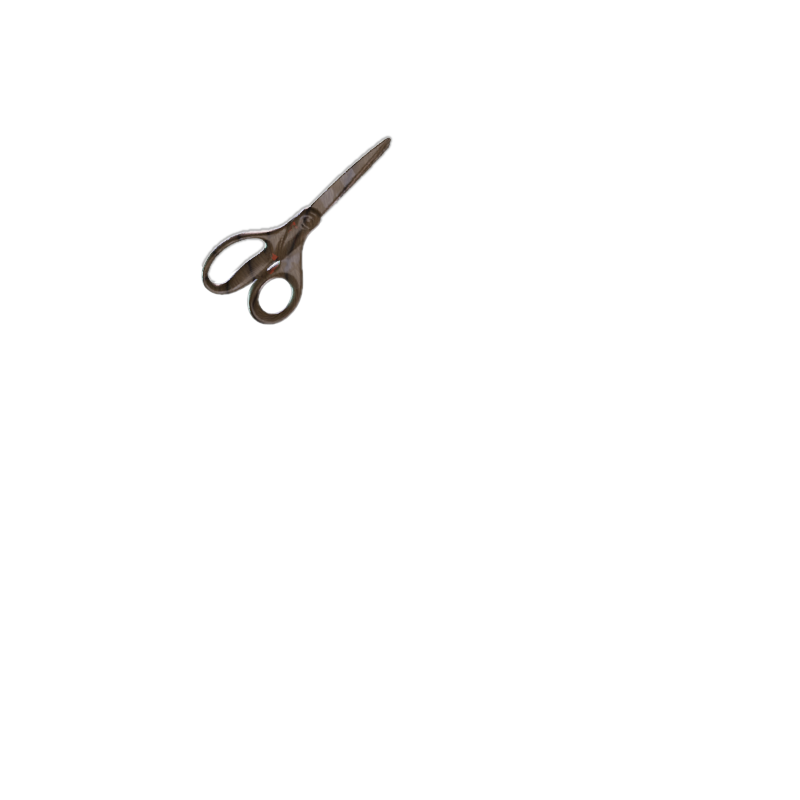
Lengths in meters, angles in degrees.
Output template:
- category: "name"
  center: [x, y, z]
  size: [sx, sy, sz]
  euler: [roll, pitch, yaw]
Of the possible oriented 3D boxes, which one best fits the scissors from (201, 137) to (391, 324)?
- category: "scissors"
  center: [-0.074, -0.134, 0.941]
  size: [0.202, 0.092, 0.016]
  euler: [-28, 19, 10]
